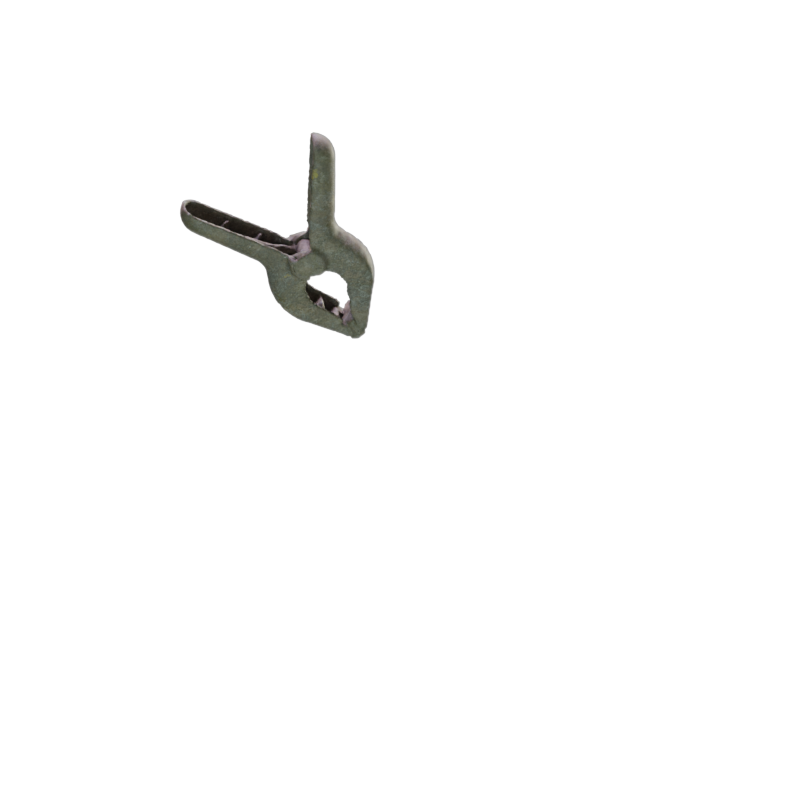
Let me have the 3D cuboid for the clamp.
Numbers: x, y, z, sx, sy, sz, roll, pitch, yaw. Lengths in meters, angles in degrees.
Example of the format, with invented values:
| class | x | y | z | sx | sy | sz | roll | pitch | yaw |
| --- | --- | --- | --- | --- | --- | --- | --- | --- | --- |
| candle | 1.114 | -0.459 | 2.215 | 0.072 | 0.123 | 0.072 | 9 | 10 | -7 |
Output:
| class | x | y | z | sx | sy | sz | roll | pitch | yaw |
| --- | --- | --- | --- | --- | --- | --- | --- | --- | --- |
| clamp | -0.063 | -0.115 | 0.809 | 0.120 | 0.042 | 0.160 | -29 | -53 | 24 |
